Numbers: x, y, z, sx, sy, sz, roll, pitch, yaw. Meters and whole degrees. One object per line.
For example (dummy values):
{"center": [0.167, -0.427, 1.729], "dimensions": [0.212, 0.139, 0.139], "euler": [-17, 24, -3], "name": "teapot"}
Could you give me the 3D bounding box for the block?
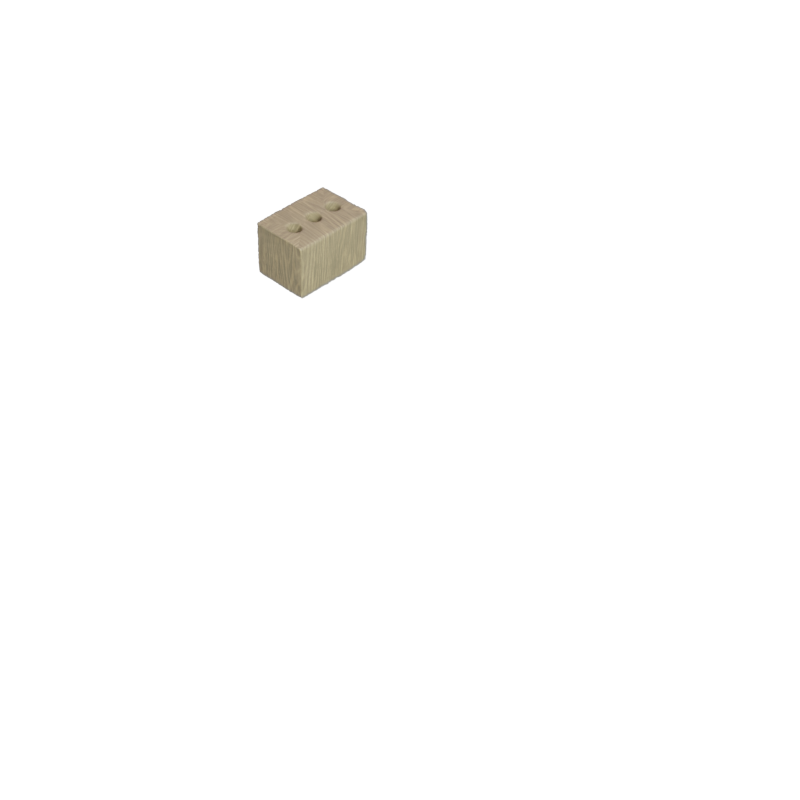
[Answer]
{"center": [-0.071, -0.129, 0.907], "dimensions": [0.056, 0.048, 0.078], "euler": [31, 48, 30], "name": "block"}
